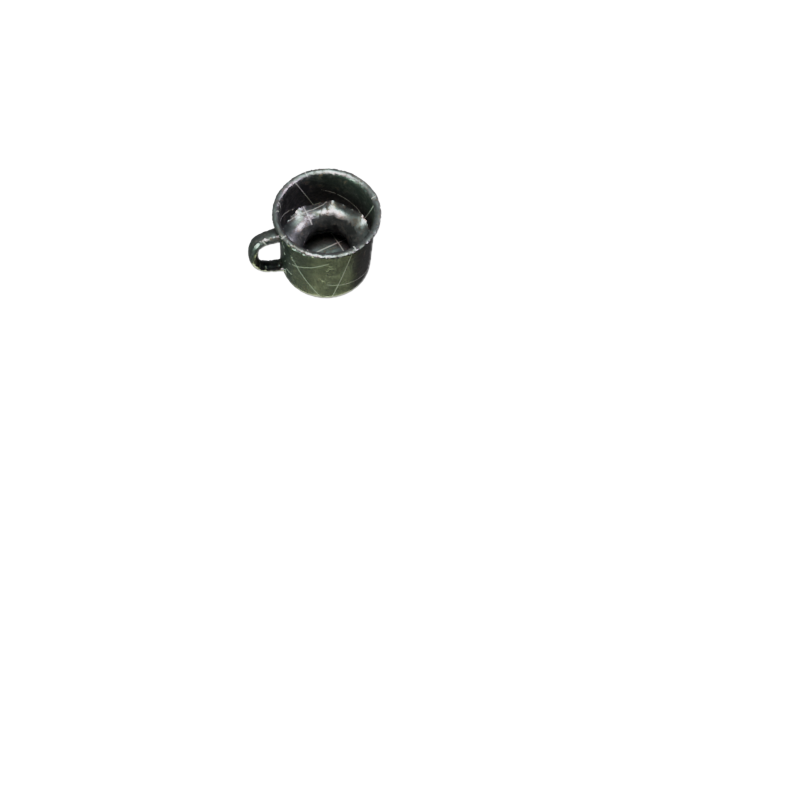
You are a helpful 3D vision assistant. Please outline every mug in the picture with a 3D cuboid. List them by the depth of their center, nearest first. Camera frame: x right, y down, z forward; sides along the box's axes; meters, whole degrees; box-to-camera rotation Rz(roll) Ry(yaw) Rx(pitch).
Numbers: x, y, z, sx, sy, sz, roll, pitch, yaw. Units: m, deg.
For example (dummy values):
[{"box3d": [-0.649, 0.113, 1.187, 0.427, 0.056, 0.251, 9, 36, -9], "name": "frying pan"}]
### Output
[{"box3d": [-0.076, -0.139, 0.970, 0.116, 0.100, 0.077, -18, -27, -11], "name": "mug"}]
